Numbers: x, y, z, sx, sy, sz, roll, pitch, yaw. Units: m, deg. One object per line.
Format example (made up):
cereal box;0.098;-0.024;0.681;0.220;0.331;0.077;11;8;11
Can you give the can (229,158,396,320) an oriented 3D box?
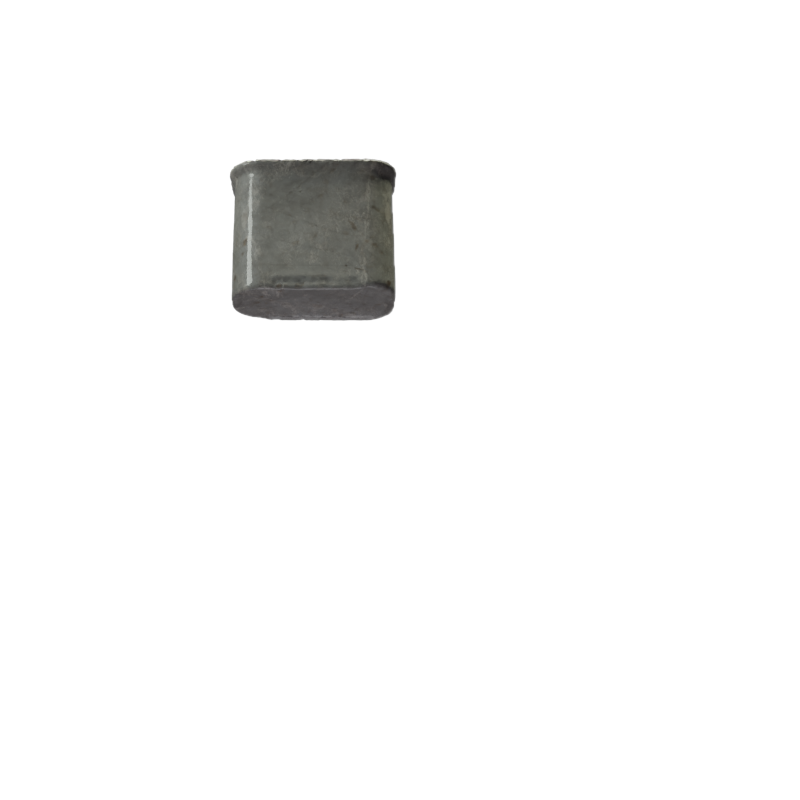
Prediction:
can;-0.053;-0.096;0.671;0.102;0.088;0.055;0;-22;-1
